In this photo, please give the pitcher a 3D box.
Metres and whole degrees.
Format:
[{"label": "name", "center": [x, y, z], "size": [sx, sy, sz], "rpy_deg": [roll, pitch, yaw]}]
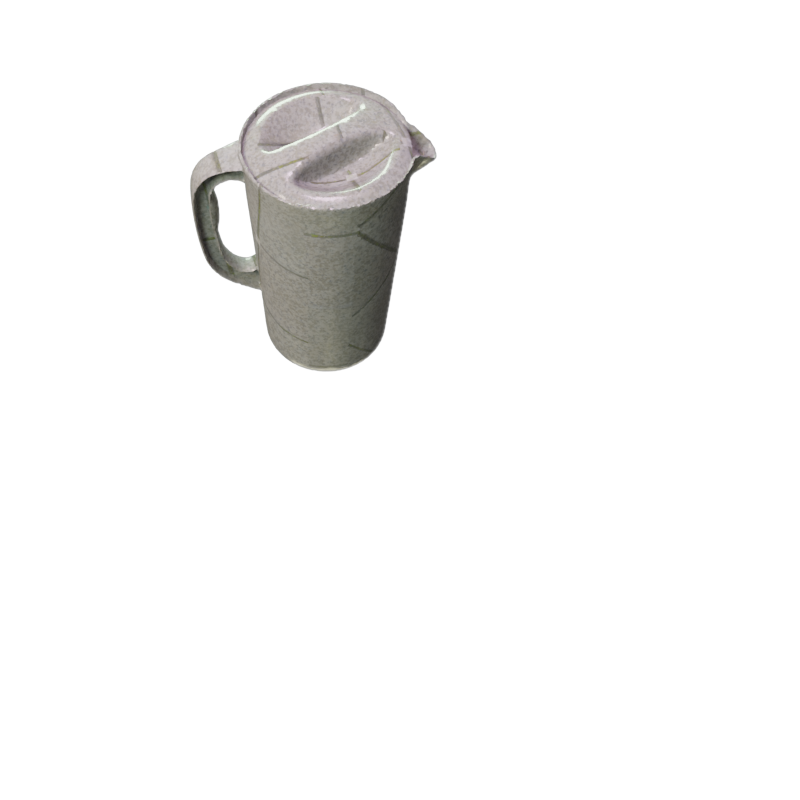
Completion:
[{"label": "pitcher", "center": [-0.071, -0.130, 0.912], "size": [0.156, 0.148, 0.227], "rpy_deg": [31, -31, 18]}]
